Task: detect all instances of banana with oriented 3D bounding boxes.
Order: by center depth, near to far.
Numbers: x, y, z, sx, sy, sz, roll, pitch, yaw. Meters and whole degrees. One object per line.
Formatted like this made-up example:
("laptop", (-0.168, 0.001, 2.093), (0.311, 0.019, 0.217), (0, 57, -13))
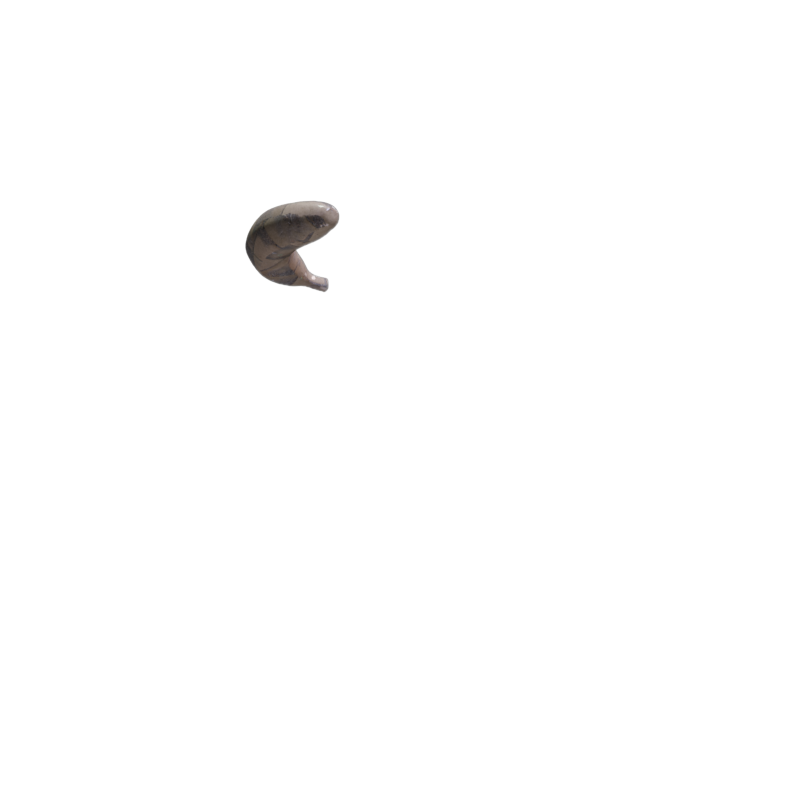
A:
("banana", (-0.086, -0.122, 0.861), (0.069, 0.038, 0.193), (1, -7, -5))
